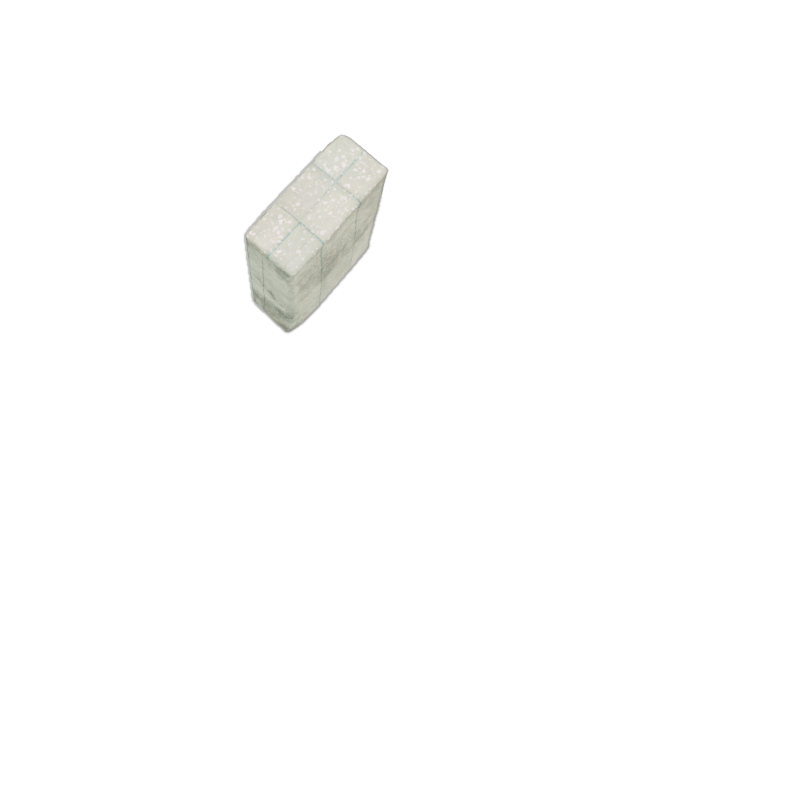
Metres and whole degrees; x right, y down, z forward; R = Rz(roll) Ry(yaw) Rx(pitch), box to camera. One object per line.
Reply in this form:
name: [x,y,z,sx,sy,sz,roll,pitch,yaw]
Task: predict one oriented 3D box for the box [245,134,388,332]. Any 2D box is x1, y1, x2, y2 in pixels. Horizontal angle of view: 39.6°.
box: [-0.059,-0.107,0.747,0.049,0.094,0.171,40,-11,4]
